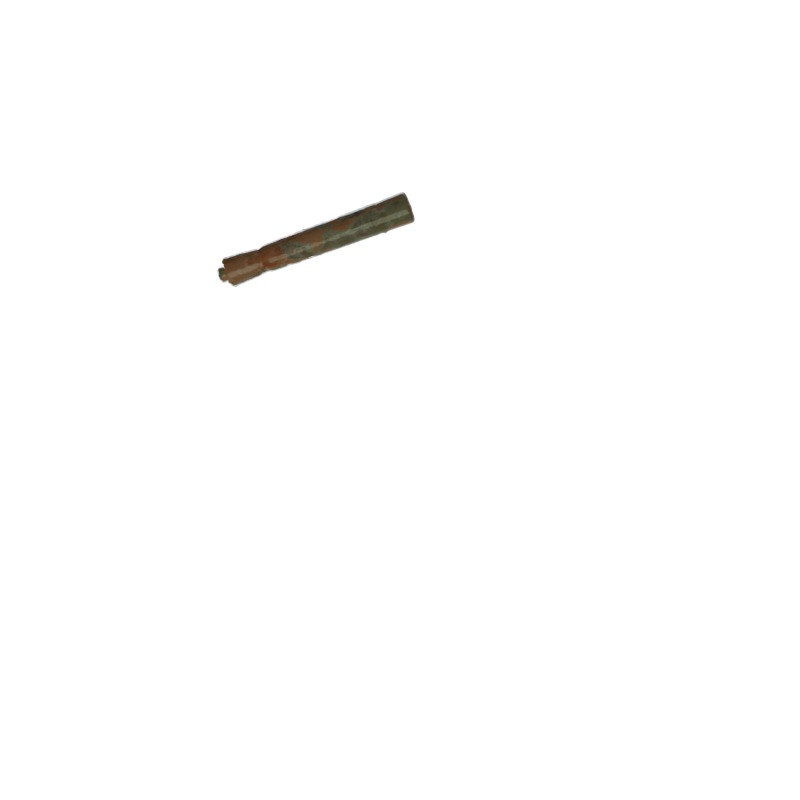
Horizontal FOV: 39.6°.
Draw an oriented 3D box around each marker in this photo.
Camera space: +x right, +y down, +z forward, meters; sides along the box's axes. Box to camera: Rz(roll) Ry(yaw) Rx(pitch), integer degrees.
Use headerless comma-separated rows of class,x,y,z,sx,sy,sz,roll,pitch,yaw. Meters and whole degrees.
marker,-0.051,-0.093,0.653,0.121,0.020,0.020,-18,1,11
